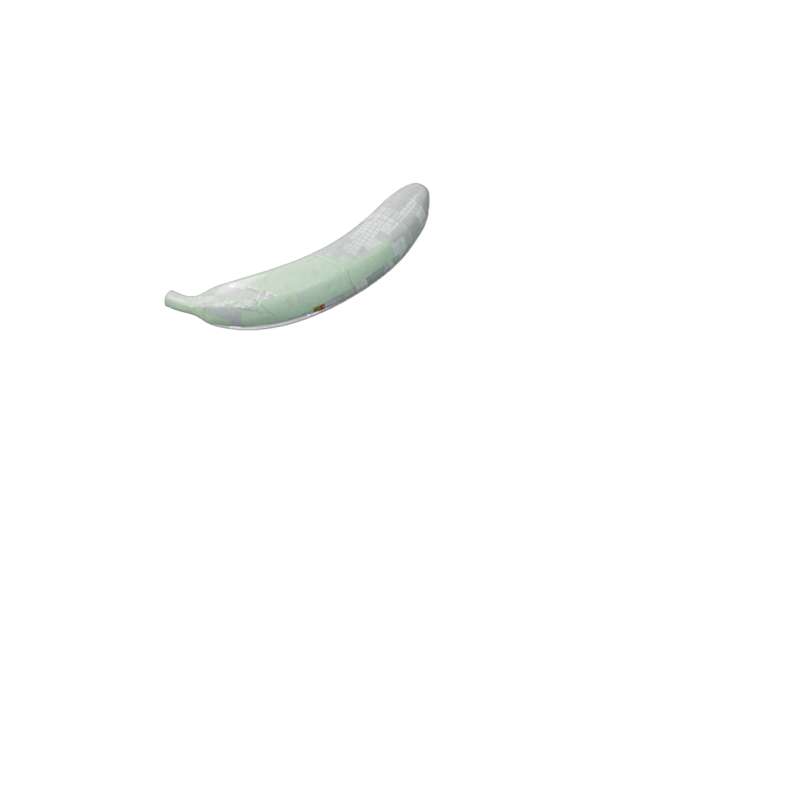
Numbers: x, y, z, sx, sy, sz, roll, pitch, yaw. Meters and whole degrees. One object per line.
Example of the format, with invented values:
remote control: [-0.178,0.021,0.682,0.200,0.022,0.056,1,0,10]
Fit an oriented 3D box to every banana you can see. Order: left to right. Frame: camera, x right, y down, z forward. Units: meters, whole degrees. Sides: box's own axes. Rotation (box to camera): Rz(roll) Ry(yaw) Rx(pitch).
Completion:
banana: [-0.049,-0.089,0.709,0.197,0.034,0.075,-26,54,-21]
